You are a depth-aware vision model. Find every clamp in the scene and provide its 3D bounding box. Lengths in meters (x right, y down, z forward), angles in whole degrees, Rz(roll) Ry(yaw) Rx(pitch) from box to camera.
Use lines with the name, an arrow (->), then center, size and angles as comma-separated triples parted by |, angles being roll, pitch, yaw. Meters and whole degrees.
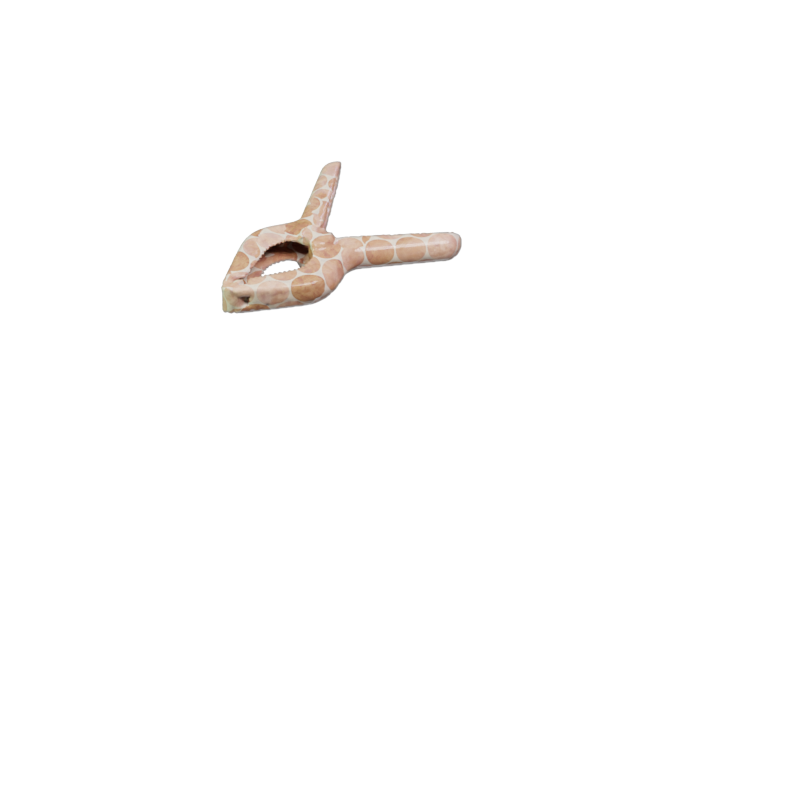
clamp -> -0.075, -0.137, 0.963 | 0.209, 0.034, 0.177 | -27, 49, -27
